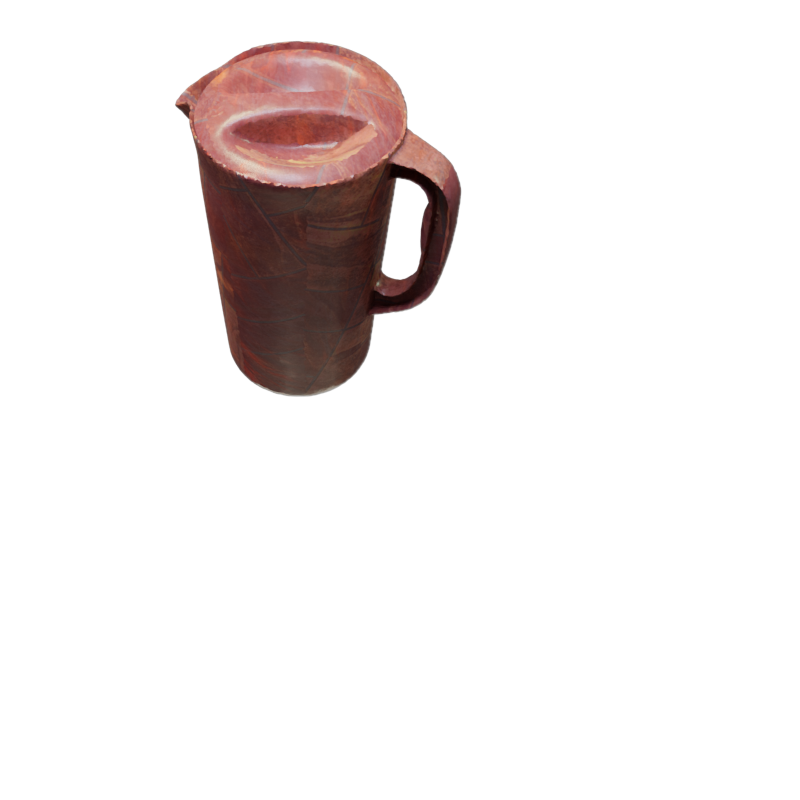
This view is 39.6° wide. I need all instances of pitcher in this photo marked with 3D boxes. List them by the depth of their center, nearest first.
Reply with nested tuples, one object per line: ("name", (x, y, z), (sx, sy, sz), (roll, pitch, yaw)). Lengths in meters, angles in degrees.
("pitcher", (-0.059, -0.107, 0.751), (0.144, 0.161, 0.227), (-18, -35, -17))
